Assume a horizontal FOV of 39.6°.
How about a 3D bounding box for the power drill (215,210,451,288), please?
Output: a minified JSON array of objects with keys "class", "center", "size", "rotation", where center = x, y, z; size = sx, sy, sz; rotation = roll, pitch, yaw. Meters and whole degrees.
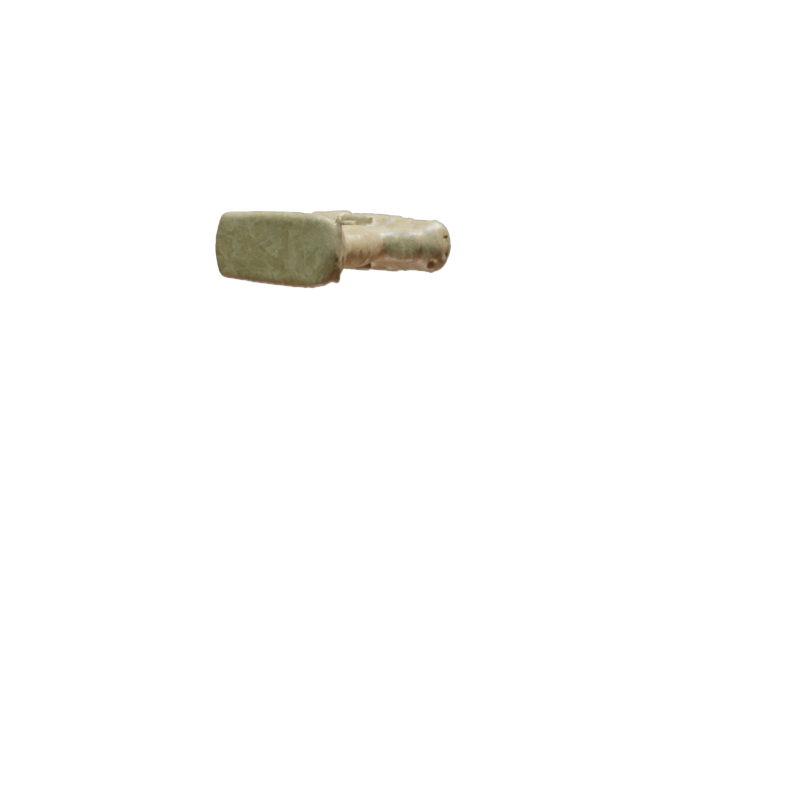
[{"class":"power drill","center":[-0.073,-0.133,0.929],"size":[0.191,0.056,0.184],"rotation":[6,13,27]}]
